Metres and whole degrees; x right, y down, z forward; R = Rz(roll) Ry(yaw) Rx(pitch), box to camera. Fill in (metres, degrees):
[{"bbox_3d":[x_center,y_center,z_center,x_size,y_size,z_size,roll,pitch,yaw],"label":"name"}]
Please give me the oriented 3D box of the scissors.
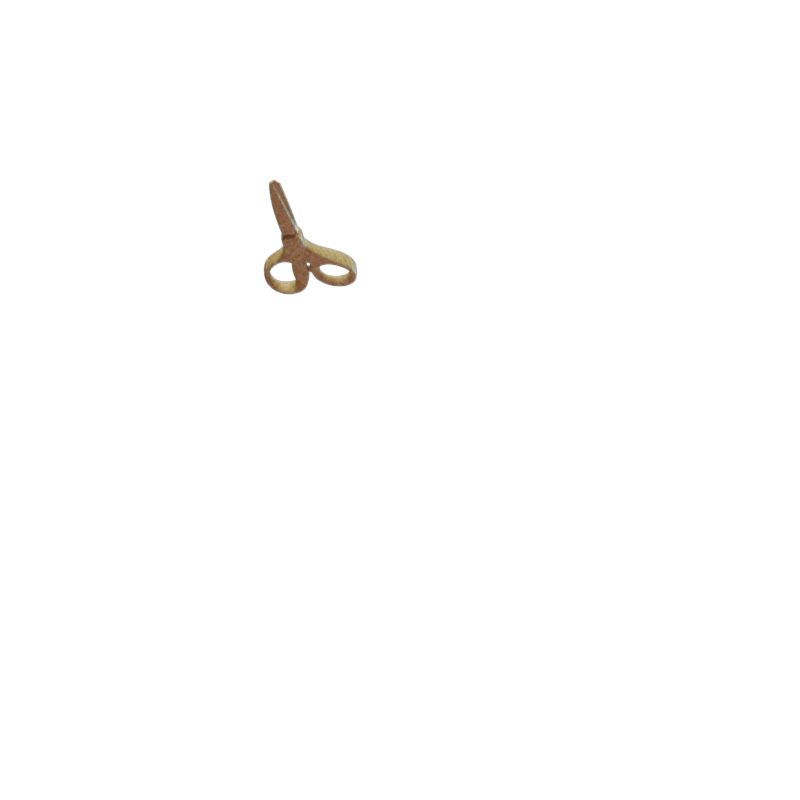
[{"bbox_3d":[-0.077,-0.140,0.982,0.095,0.017,0.194,4,-21,-10],"label":"scissors"}]
